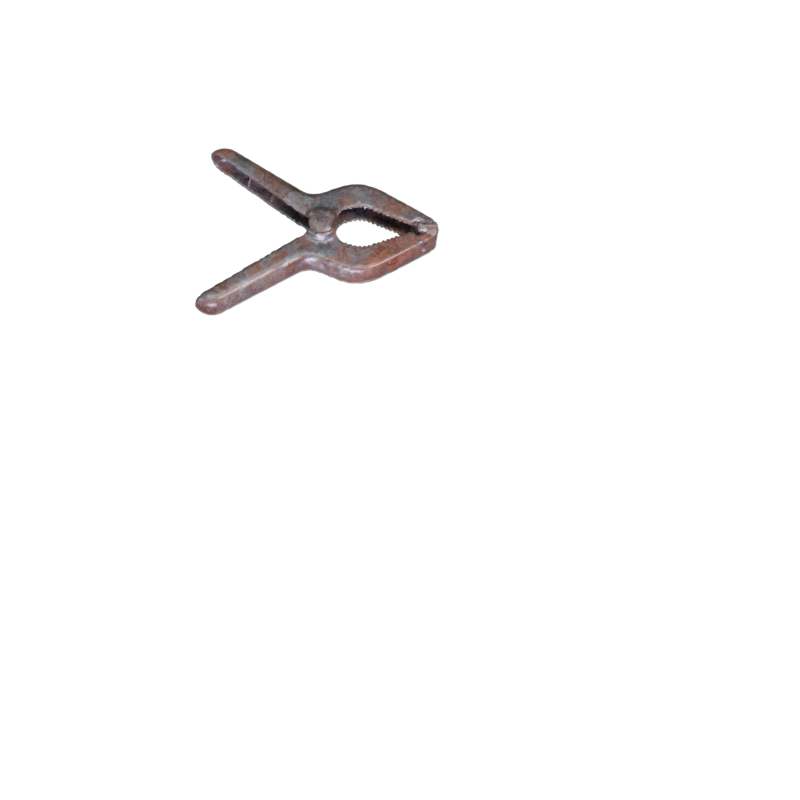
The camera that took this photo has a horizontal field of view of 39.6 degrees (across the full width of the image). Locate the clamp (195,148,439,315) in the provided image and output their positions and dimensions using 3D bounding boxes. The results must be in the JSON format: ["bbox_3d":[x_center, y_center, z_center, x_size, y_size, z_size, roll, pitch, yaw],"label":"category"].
[{"bbox_3d":[-0.075,-0.136,0.953,0.211,0.174,0.034,7,-28,4],"label":"clamp"}]
